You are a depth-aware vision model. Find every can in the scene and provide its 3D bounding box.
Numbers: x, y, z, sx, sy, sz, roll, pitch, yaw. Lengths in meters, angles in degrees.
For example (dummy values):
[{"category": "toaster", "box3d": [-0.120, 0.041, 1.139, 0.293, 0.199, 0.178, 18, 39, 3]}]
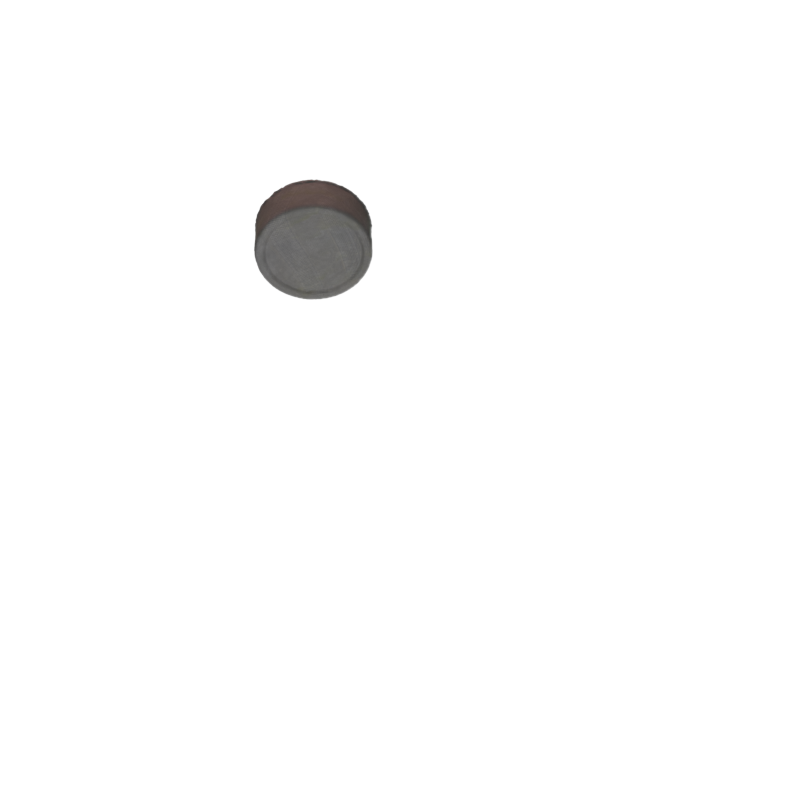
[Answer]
[{"category": "can", "box3d": [-0.063, -0.114, 0.800, 0.086, 0.080, 0.036, 1, 40, -1]}]
